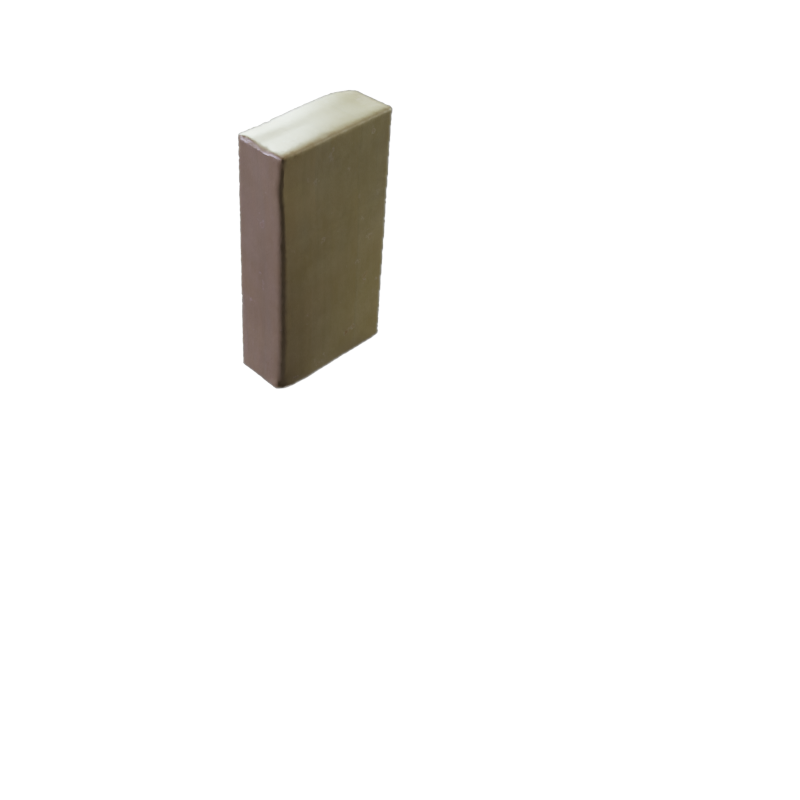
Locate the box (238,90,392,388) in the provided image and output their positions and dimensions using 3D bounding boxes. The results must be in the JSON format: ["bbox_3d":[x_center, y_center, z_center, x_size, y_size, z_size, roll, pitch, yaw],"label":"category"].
[{"bbox_3d":[-0.055,-0.099,0.695,0.051,0.165,0.093,30,45,33],"label":"box"}]
